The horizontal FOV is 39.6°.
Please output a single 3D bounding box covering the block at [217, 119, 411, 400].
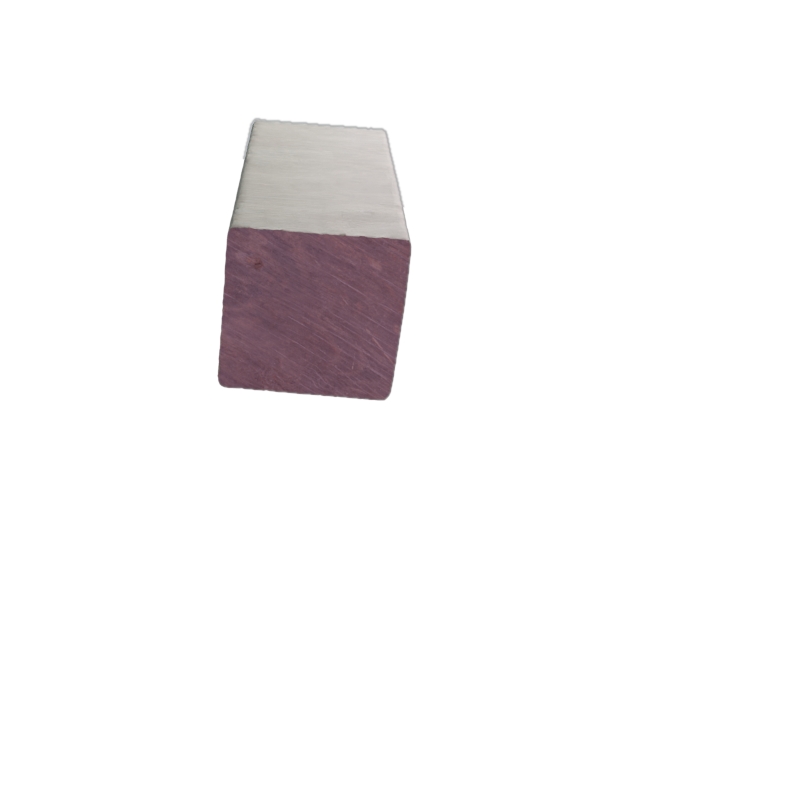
[{"bbox_3d":[-0.050,-0.091,0.641,0.090,0.086,0.218,4,26,-6],"label":"block"}]
